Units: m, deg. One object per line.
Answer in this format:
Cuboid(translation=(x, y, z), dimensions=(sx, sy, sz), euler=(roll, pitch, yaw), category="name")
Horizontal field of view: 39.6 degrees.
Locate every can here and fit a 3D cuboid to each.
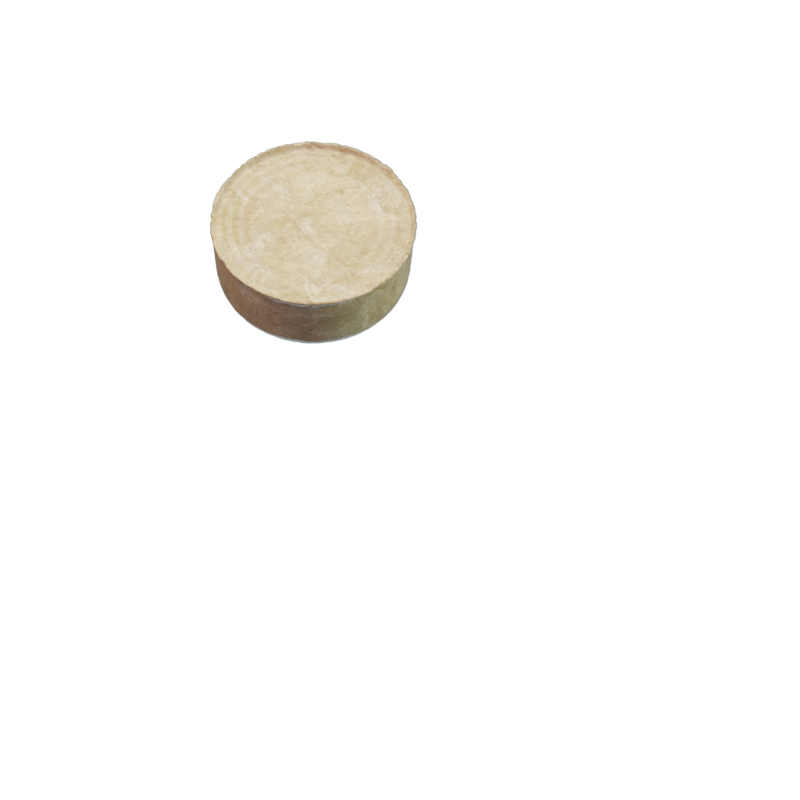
Cuboid(translation=(-0.037, -0.067, 0.472), dimensions=(0.086, 0.092, 0.031), euler=(-1, -34, -1), category="can")
